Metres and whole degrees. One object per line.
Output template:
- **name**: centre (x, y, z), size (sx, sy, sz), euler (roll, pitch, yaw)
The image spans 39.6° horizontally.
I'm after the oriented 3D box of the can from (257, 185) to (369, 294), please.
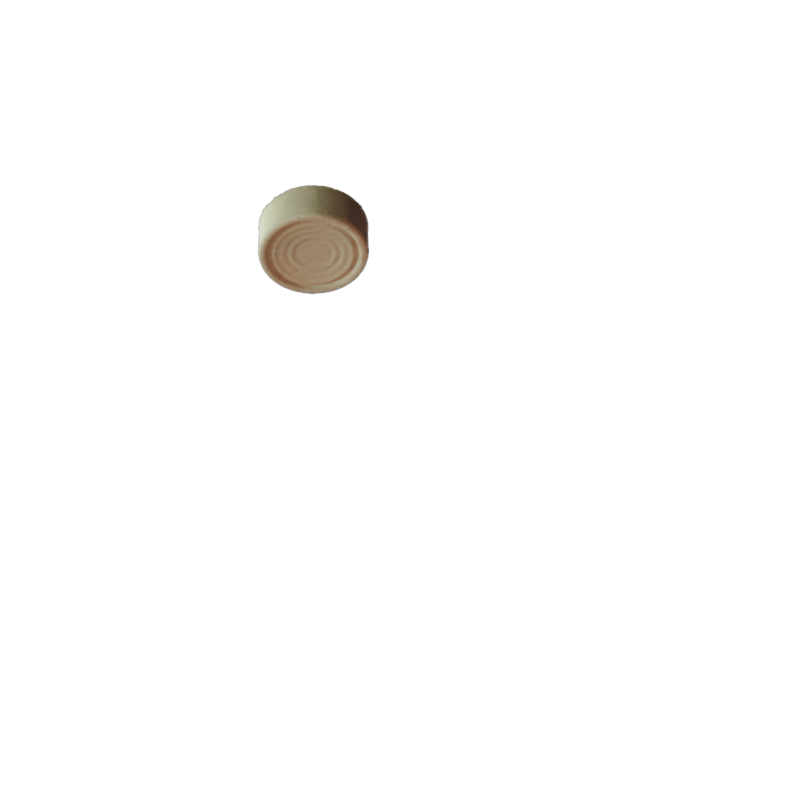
- **can**: centre (-0.066, -0.121, 0.849), size (0.086, 0.036, 0.080), euler (1, -43, -1)
